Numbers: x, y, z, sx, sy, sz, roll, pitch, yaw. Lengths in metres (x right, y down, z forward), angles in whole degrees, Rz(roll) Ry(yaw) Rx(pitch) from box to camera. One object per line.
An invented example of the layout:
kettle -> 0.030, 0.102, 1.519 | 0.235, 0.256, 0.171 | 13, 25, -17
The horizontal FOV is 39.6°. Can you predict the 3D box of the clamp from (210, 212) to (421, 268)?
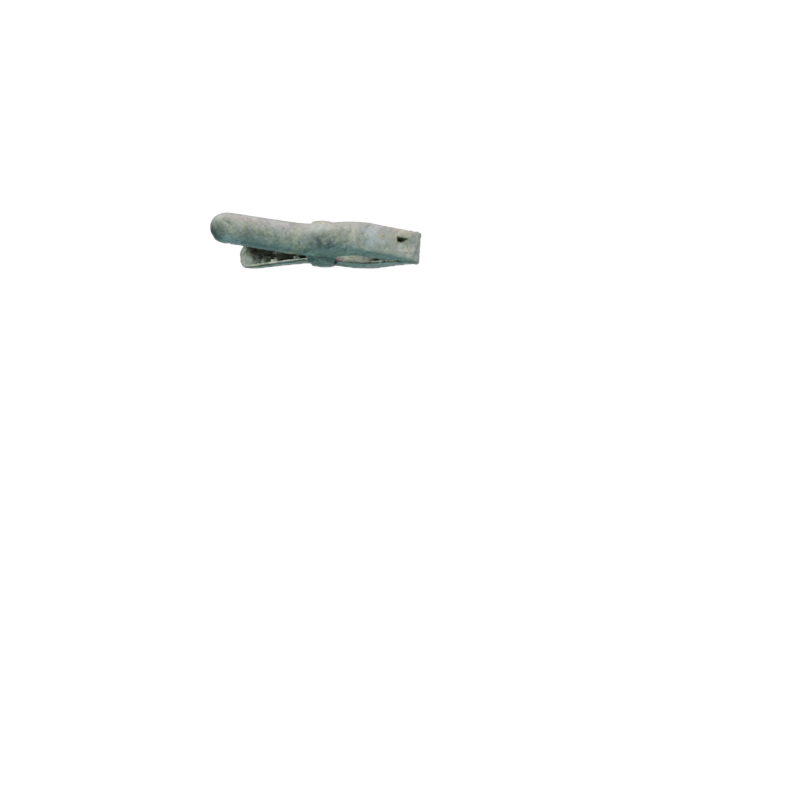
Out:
clamp -> -0.072, -0.132, 0.921 | 0.175, 0.040, 0.116 | 0, -1, 16
